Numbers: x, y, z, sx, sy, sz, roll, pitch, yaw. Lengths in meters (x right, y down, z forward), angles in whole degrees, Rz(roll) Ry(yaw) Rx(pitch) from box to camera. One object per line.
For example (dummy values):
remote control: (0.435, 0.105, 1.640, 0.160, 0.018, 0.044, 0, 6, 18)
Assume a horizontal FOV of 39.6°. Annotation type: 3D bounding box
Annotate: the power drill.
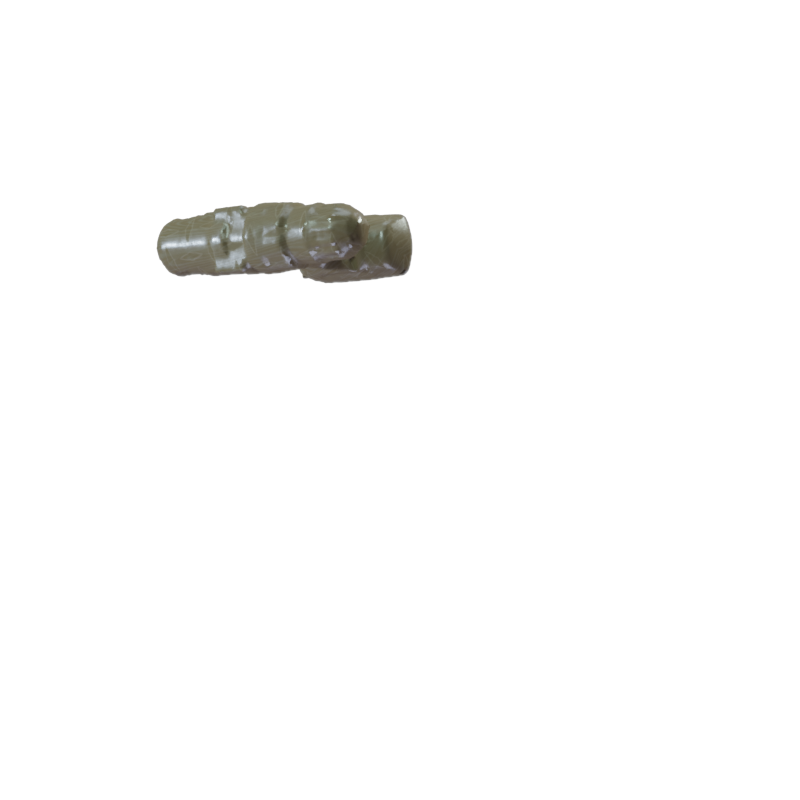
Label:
power drill: (-0.068, -0.125, 0.873, 0.191, 0.058, 0.181, 2, 3, 33)
